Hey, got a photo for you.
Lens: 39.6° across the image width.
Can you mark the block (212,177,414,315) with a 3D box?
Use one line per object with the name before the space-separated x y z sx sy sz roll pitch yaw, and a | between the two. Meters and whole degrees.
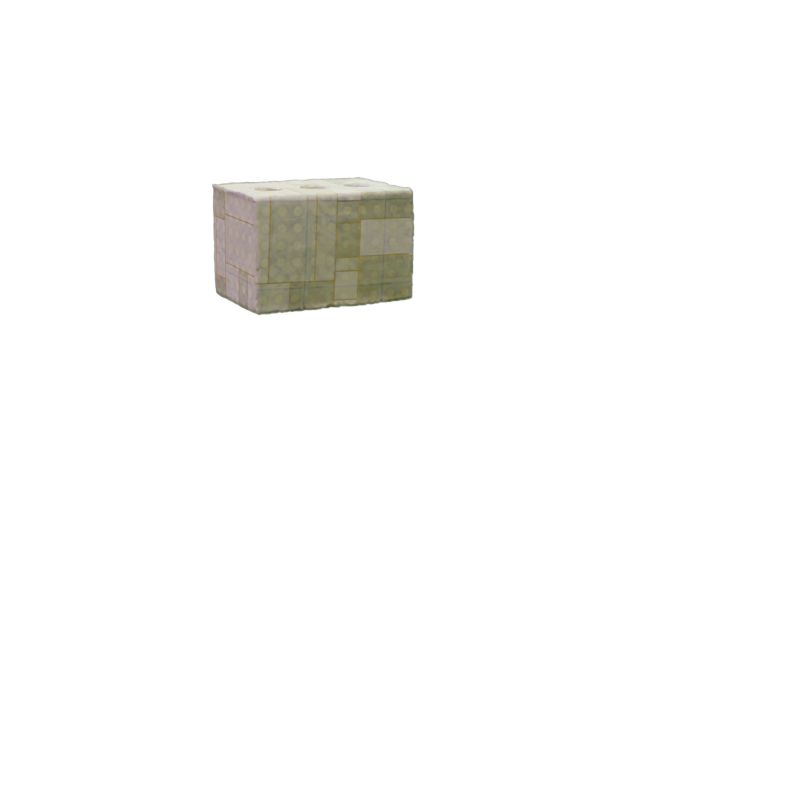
block | -0.039 -0.071 0.496 0.076 0.050 0.056 -7 15 -26
